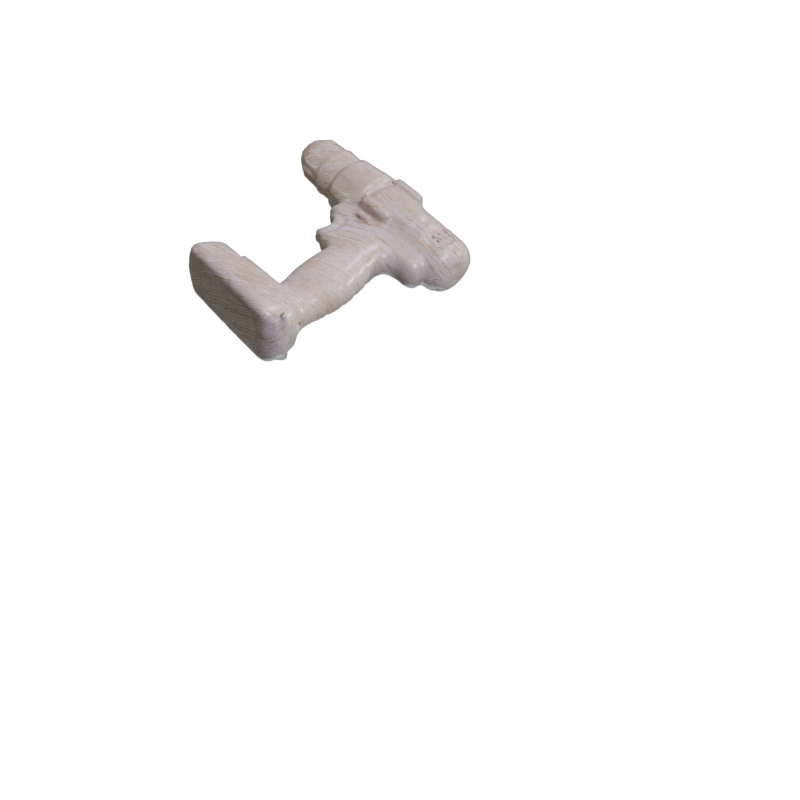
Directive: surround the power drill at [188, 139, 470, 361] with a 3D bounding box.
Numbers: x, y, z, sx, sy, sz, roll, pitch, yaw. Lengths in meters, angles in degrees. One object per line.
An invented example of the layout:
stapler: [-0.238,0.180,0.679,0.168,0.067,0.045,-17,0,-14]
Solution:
power drill: [-0.068,-0.123,0.864,0.188,0.053,0.198,-31,55,-26]
